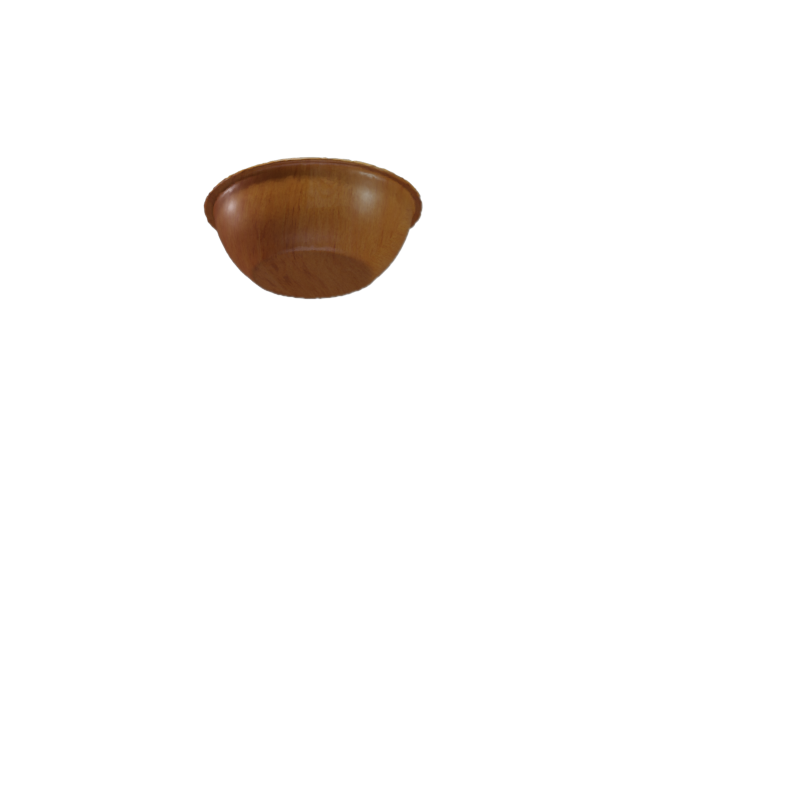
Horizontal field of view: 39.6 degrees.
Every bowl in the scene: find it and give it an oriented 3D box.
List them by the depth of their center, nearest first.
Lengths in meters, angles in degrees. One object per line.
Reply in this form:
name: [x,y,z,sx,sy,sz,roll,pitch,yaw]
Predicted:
bowl: [-0.063,-0.116,0.810,0.162,0.058,0.155,0,-19,-2]
